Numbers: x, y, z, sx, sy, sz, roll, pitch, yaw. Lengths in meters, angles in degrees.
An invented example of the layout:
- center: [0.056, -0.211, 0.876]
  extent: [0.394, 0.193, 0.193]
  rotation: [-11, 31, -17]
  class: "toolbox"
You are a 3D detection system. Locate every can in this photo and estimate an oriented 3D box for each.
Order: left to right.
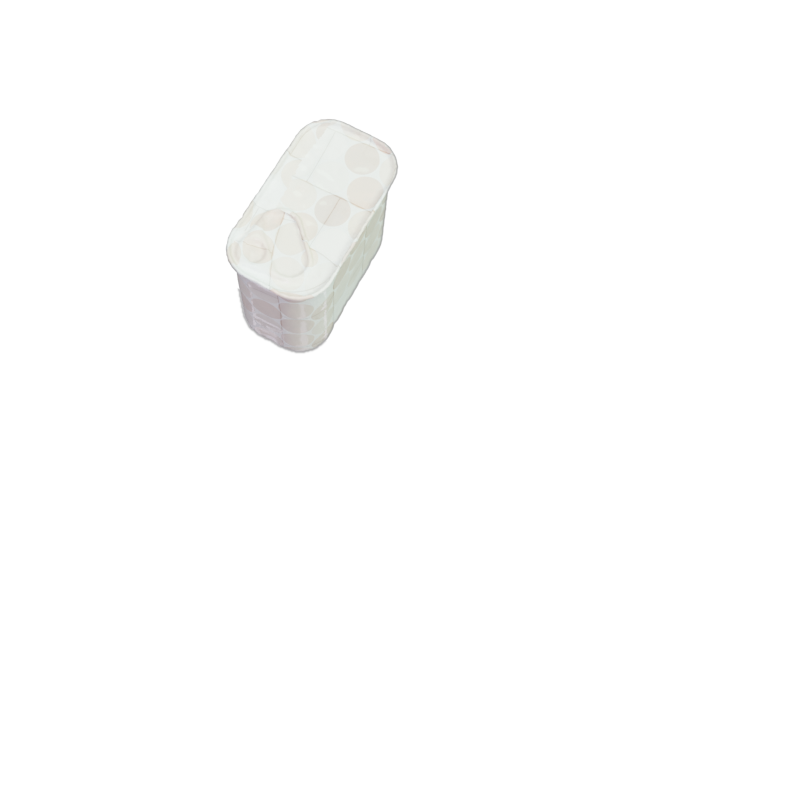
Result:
- center: [-0.047, -0.085, 0.594]
  extent: [0.059, 0.105, 0.080]
  rotation: [27, -21, 8]
  class: "can"
